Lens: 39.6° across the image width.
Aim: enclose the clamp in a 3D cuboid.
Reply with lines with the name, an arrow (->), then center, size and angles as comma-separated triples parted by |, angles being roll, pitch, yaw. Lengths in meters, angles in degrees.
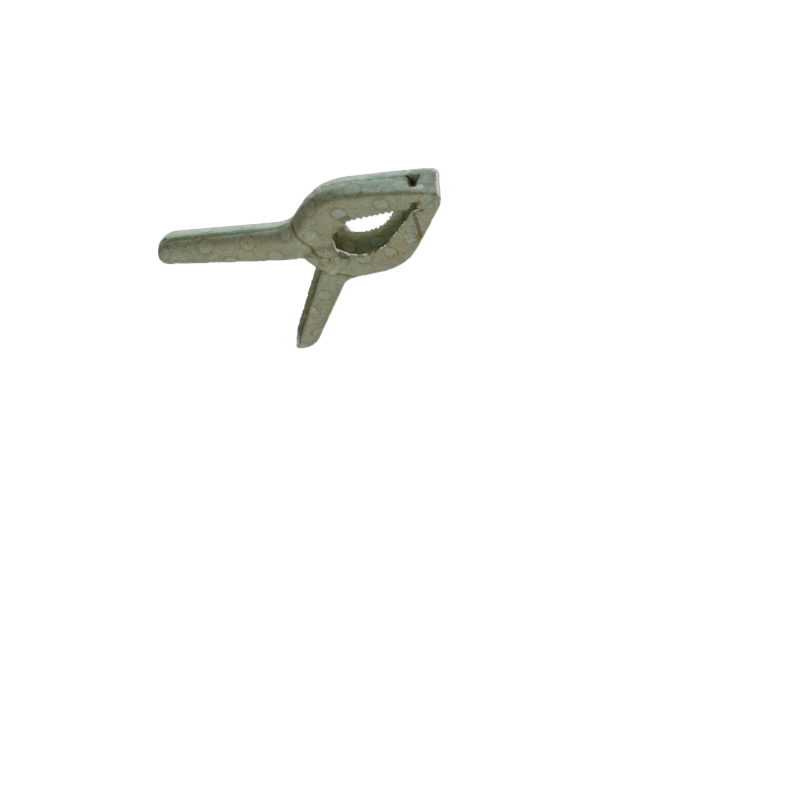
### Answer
clamp -> -0.064, -0.116, 0.814 | 0.155, 0.039, 0.209 | 28, -43, -35
